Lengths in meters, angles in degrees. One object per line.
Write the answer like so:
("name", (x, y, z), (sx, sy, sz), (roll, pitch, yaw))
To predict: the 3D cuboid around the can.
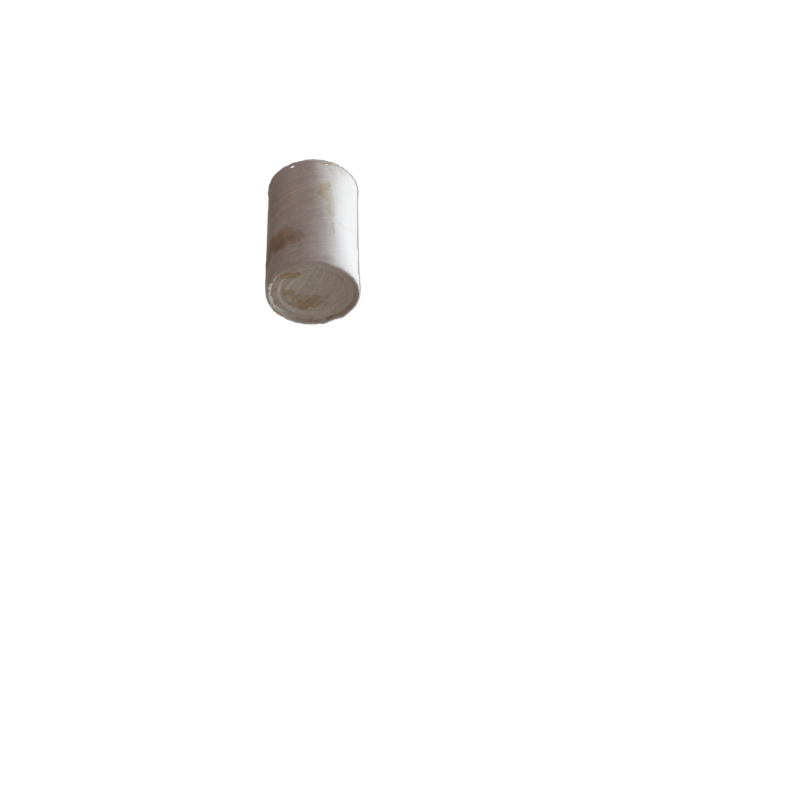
("can", (-0.062, -0.113, 0.792), (0.068, 0.110, 0.064), (-1, -40, -3))
